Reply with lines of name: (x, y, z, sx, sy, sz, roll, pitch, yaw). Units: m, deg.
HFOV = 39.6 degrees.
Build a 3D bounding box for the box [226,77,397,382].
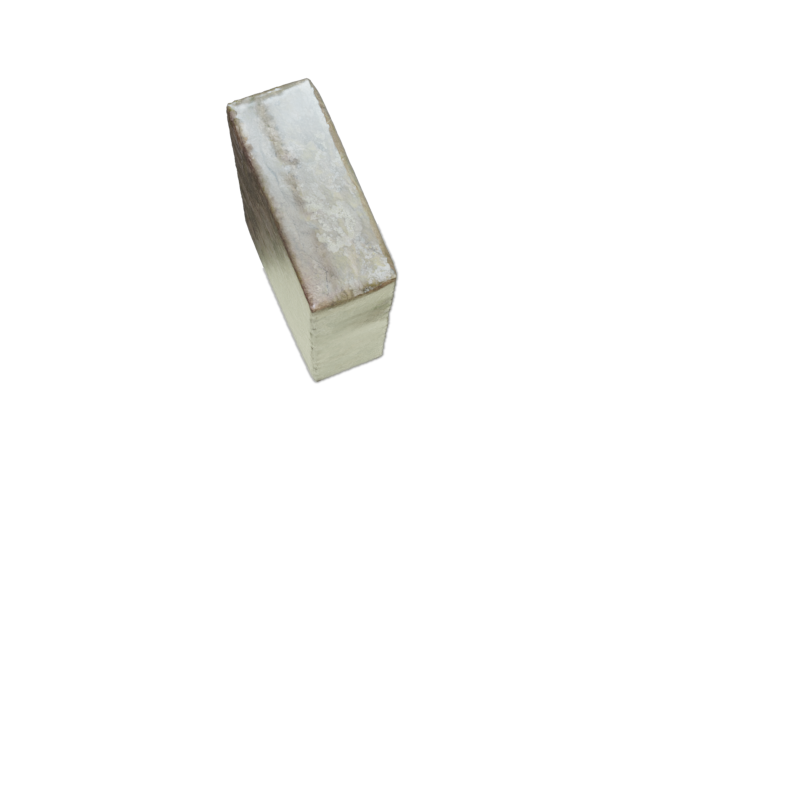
box: (-0.066, -0.120, 0.842, 0.071, 0.172, 0.206, -21, -13, -9)
